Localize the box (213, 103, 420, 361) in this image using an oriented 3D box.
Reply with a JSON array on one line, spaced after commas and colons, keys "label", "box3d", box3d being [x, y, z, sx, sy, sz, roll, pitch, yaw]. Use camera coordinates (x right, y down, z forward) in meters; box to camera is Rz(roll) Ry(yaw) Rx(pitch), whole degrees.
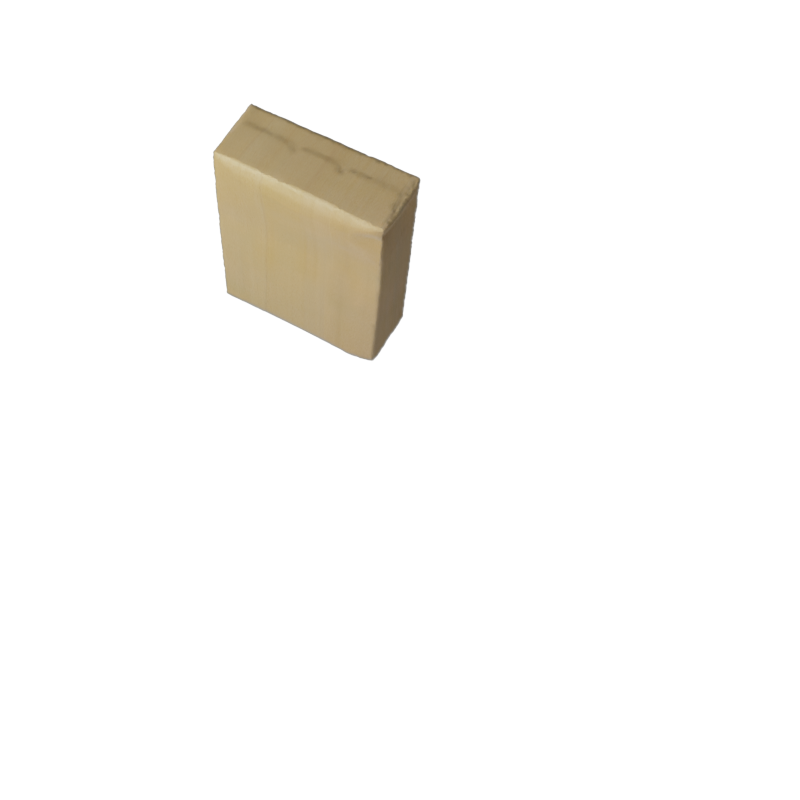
[{"label": "box", "box3d": [-0.077, -0.140, 0.981, 0.170, 0.074, 0.201, 27, -28, 13]}]
